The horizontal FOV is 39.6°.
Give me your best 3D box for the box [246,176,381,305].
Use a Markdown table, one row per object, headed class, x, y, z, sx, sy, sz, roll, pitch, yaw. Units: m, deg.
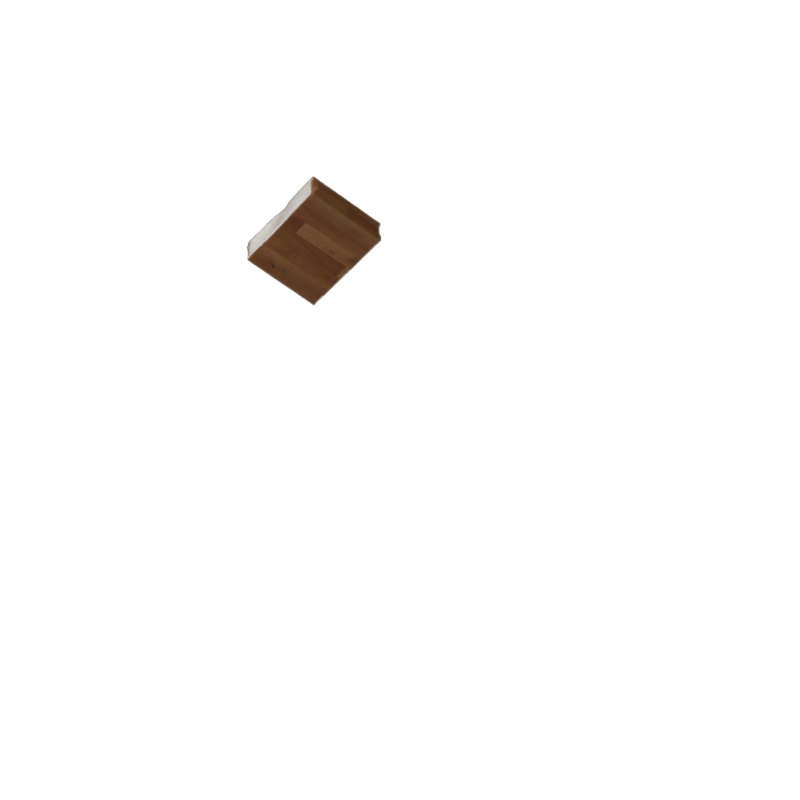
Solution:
| class | x | y | z | sx | sy | sz | roll | pitch | yaw |
| --- | --- | --- | --- | --- | --- | --- | --- | --- | --- |
| box | -0.071 | -0.130 | 0.912 | 0.069 | 0.032 | 0.088 | 34 | -60 | -24 |
